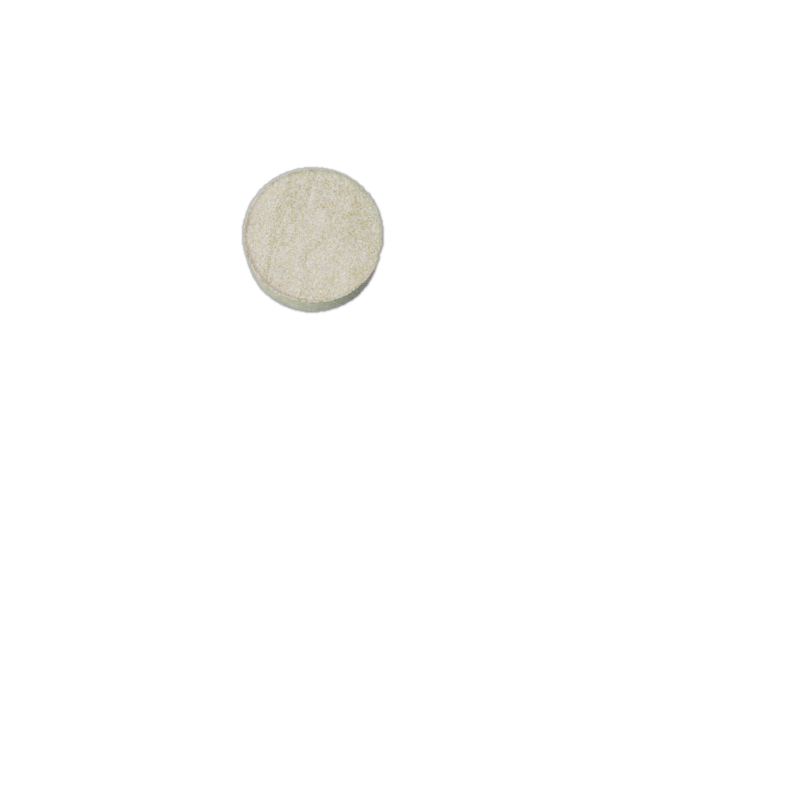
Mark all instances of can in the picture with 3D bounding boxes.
[{"bbox_3d":[-0.054,-0.098,0.689,0.086,0.089,0.032,0,-15,-1],"label":"can"}]
